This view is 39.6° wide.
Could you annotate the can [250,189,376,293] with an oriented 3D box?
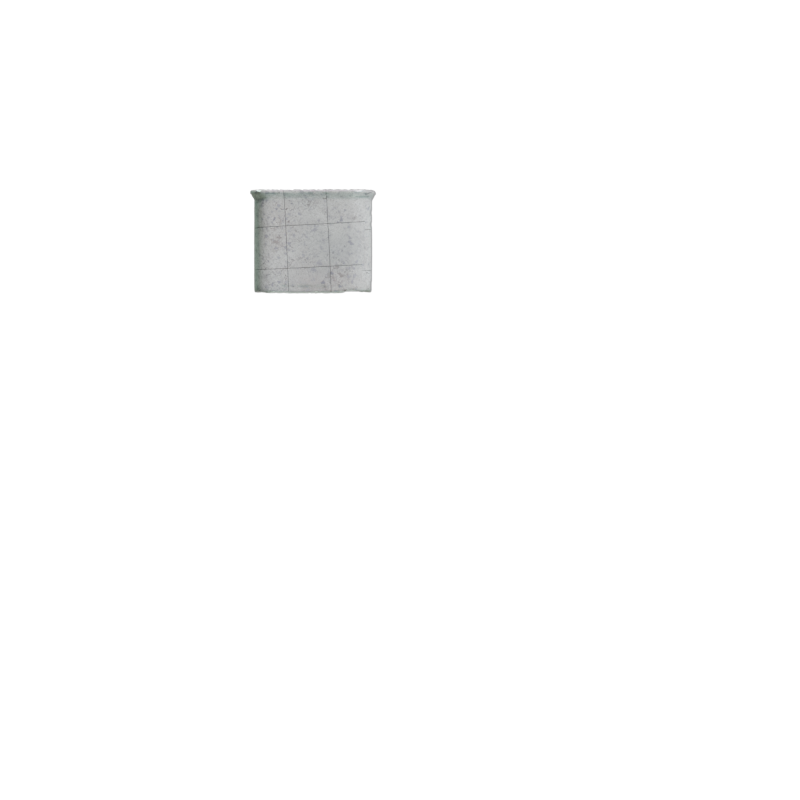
[{"bbox_3d":[-0.071,-0.130,0.913,0.103,0.084,0.057,0,2,5],"label":"can"}]
